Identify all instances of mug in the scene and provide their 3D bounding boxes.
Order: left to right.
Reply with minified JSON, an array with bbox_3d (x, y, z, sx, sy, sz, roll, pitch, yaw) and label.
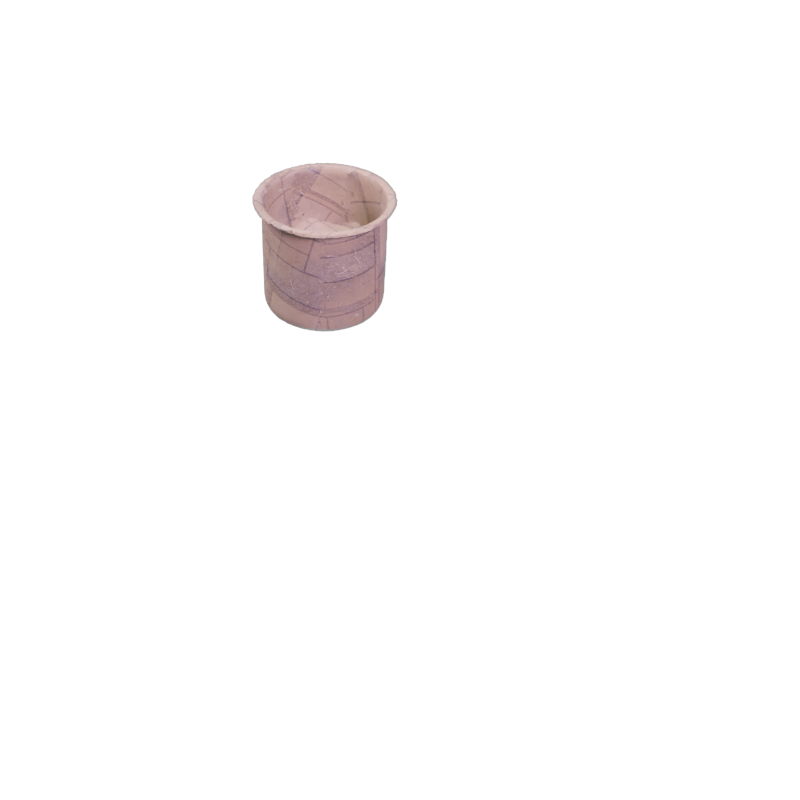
[{"bbox_3d":[-0.058,-0.106,0.742,0.093,0.076,0.126,-26,45,-31],"label":"mug"}]
